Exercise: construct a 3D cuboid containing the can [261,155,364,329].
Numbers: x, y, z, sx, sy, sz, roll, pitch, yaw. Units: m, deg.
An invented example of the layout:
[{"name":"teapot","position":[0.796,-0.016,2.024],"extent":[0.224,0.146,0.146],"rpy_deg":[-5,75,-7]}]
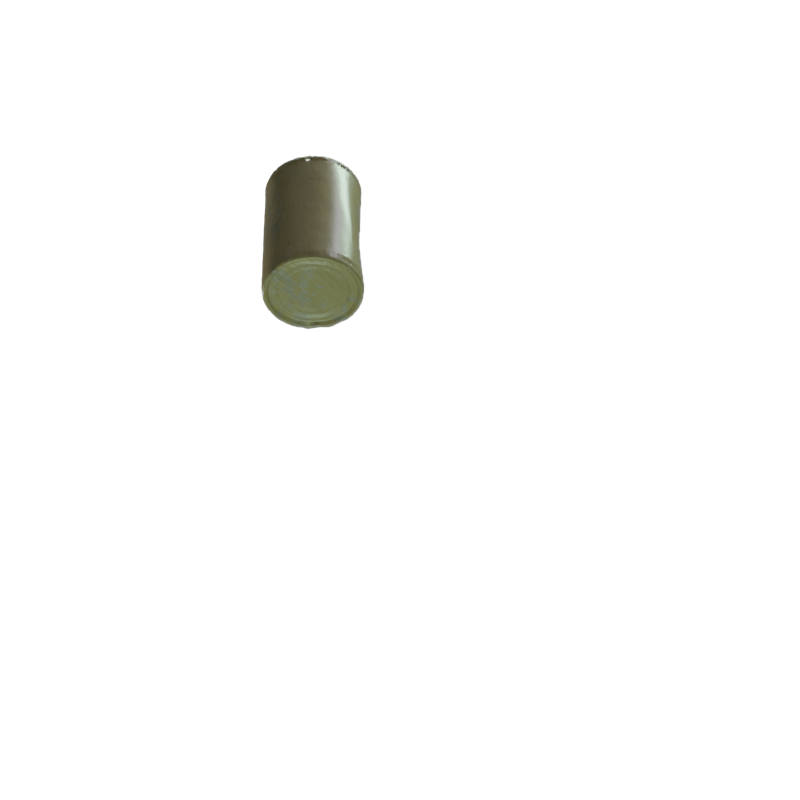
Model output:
[{"name":"can","position":[-0.058,-0.106,0.744],"extent":[0.068,0.110,0.064],"rpy_deg":[-1,-44,-3]}]
